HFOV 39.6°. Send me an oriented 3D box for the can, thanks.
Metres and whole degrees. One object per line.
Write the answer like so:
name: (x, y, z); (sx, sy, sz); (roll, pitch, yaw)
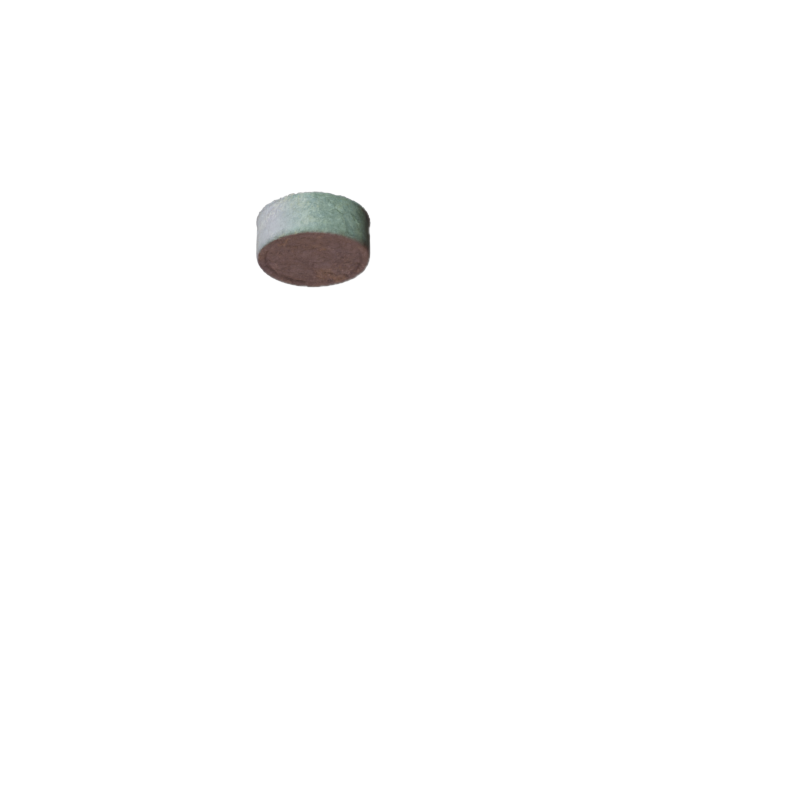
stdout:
can: (-0.064, -0.117, 0.822); (0.086, 0.036, 0.081); (1, -25, -2)
